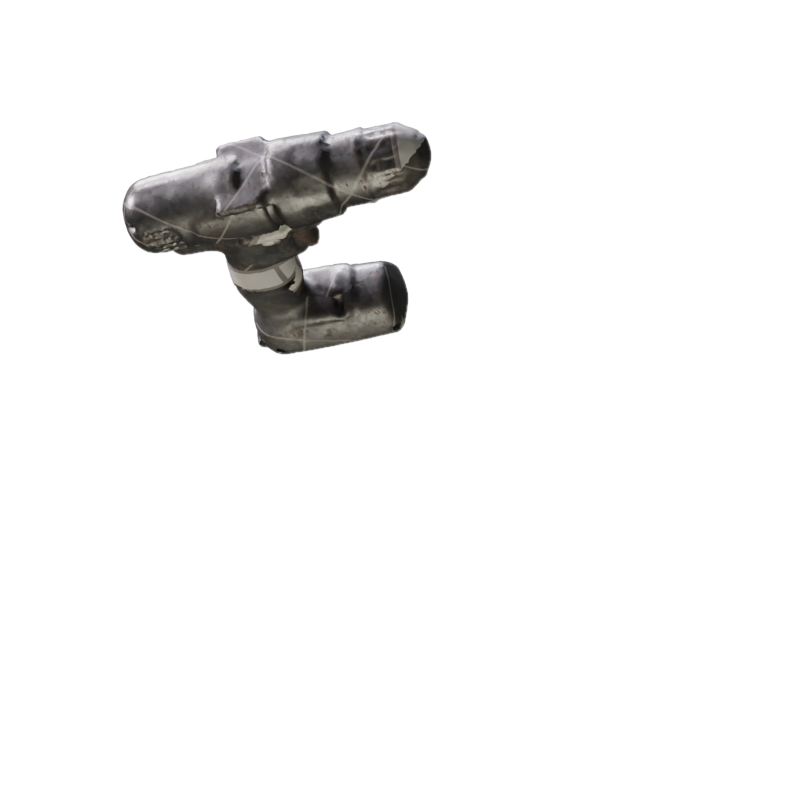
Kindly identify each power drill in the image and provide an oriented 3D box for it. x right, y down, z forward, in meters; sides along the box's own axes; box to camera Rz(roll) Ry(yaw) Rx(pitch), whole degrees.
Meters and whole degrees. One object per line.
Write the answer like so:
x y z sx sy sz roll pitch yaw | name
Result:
-0.054 -0.099 0.693 0.187 0.061 0.174 -8 -28 15 | power drill
